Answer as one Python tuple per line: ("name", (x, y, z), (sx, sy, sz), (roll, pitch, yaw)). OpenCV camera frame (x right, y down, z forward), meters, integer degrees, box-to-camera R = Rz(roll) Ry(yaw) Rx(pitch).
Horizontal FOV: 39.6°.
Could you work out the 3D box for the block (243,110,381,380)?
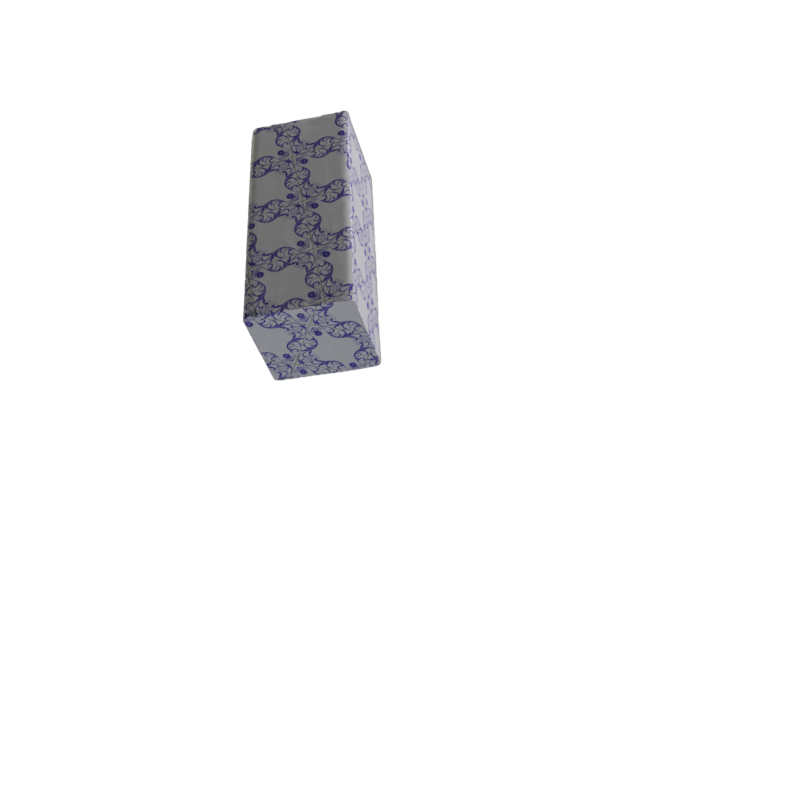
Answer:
("block", (-0.072, -0.131, 0.919), (0.091, 0.221, 0.084), (-10, -38, 9))
